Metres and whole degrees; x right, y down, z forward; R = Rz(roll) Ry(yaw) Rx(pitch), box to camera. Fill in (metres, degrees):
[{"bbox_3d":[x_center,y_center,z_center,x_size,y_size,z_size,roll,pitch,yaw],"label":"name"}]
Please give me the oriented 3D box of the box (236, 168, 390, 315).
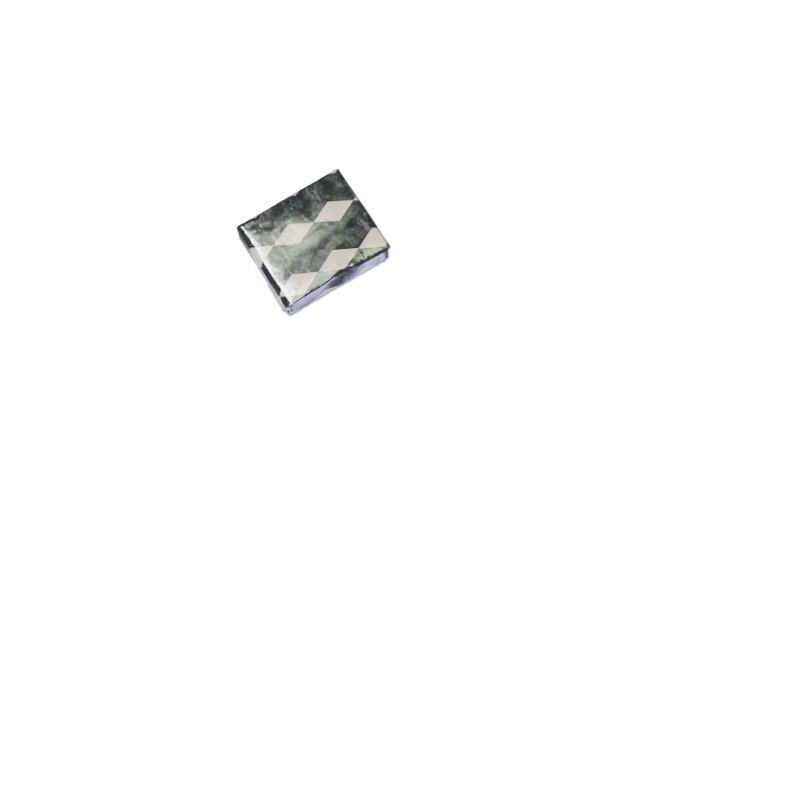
[{"bbox_3d":[-0.064,-0.116,0.810,0.089,0.076,0.029,-31,-16,-11],"label":"box"}]
